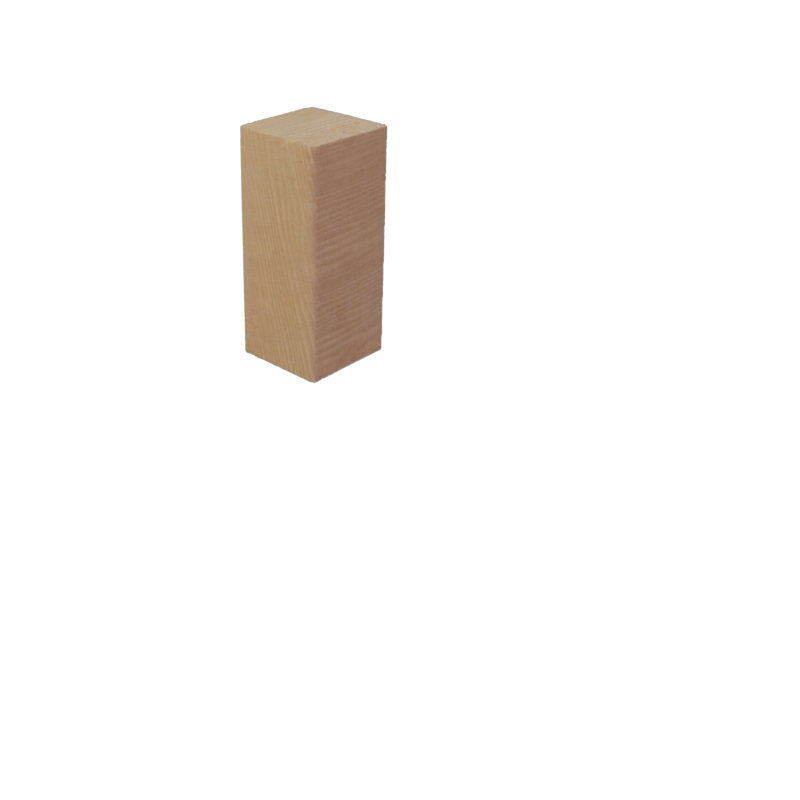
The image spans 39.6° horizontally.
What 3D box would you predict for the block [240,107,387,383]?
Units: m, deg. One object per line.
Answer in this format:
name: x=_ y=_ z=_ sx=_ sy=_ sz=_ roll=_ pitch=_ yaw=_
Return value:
block: x=-0.074 y=-0.135 z=0.946 sx=0.096 sy=0.196 sz=0.090 roll=21 pitch=30 yaw=36
